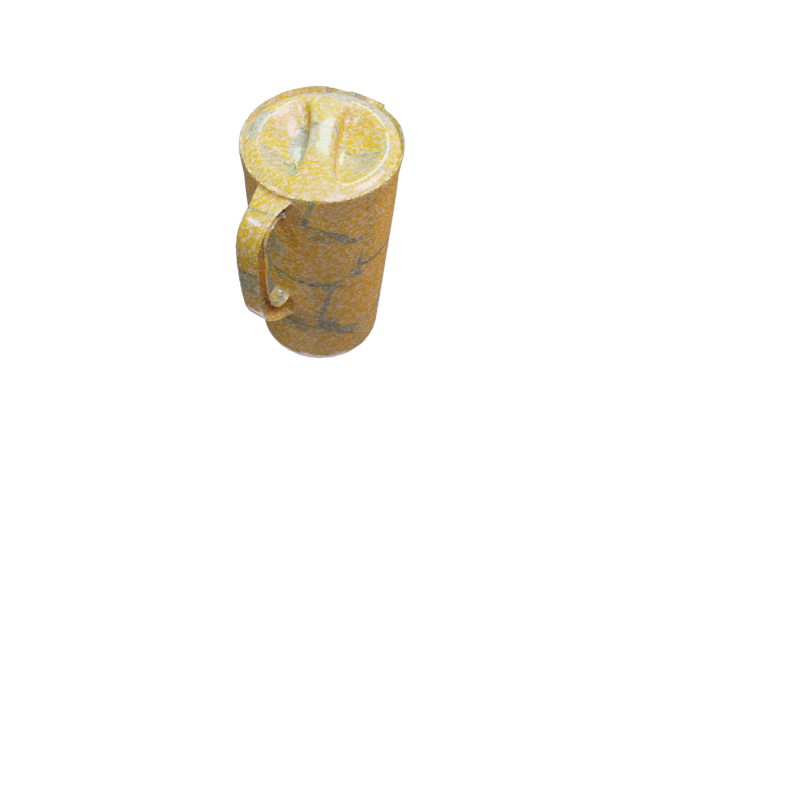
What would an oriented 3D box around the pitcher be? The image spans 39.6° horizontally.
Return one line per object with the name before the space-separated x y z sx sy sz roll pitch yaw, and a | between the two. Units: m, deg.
pitcher | -0.076 -0.138 0.968 0.148 0.156 0.227 -9 -35 -10
